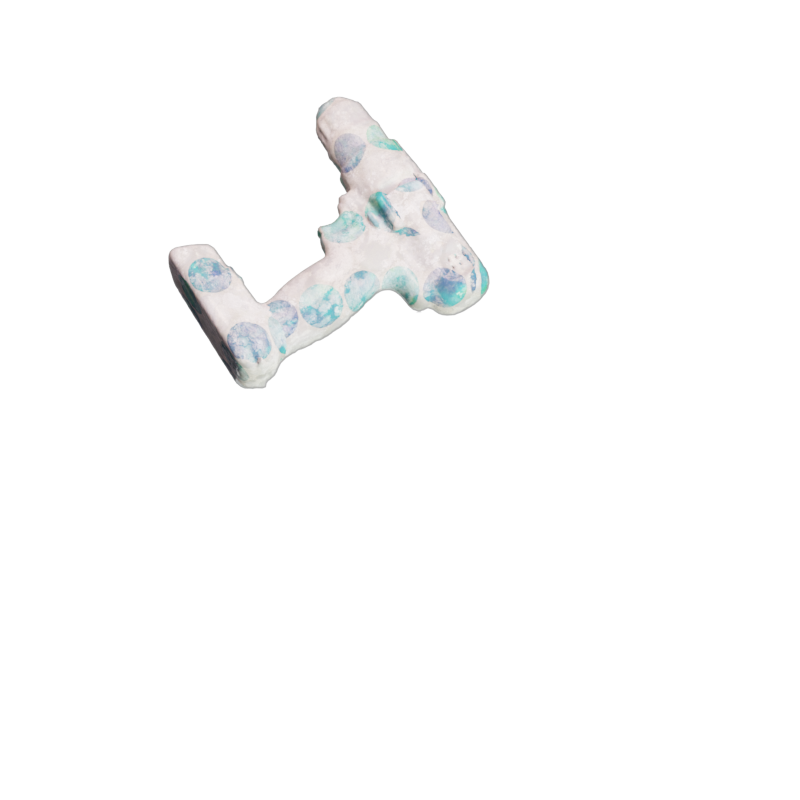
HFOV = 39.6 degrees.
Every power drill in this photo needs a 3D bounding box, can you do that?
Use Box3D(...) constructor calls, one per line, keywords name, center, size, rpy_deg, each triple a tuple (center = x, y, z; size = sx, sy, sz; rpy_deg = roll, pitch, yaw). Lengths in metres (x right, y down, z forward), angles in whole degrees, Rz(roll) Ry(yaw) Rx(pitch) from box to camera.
Box3D(name="power drill", center=(-0.059, -0.108, 0.756), size=(0.187, 0.195, 0.054), rpy_deg=(-29, -23, -14))
